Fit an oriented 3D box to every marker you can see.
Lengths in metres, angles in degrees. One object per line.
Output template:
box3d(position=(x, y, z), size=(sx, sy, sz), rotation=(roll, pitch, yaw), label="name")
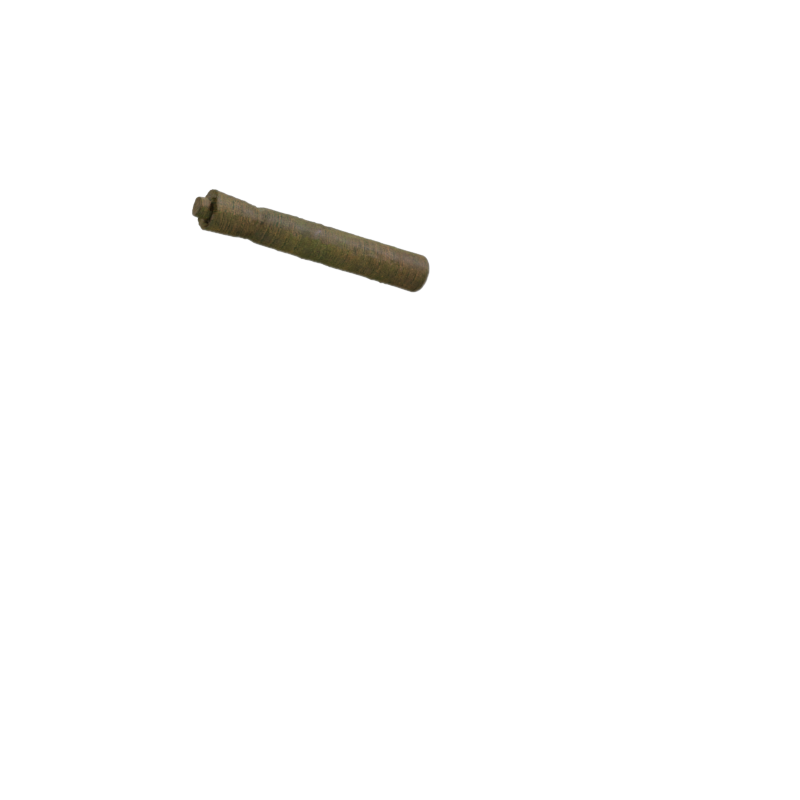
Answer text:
box3d(position=(-0.040, -0.073, 0.512), size=(0.115, 0.020, 0.020), rotation=(13, -3, -29), label="marker")
